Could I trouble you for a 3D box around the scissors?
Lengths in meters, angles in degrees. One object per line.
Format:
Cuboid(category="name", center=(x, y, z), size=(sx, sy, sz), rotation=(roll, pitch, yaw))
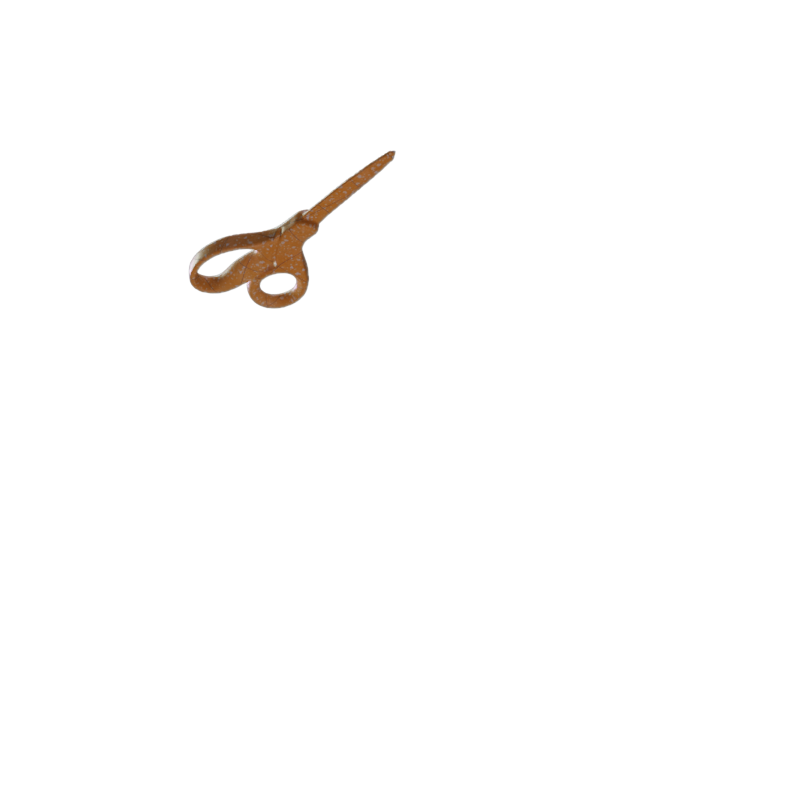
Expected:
Cuboid(category="scissors", center=(-0.061, -0.111, 0.781), size=(0.203, 0.017, 0.089), rotation=(-19, -35, 30))
